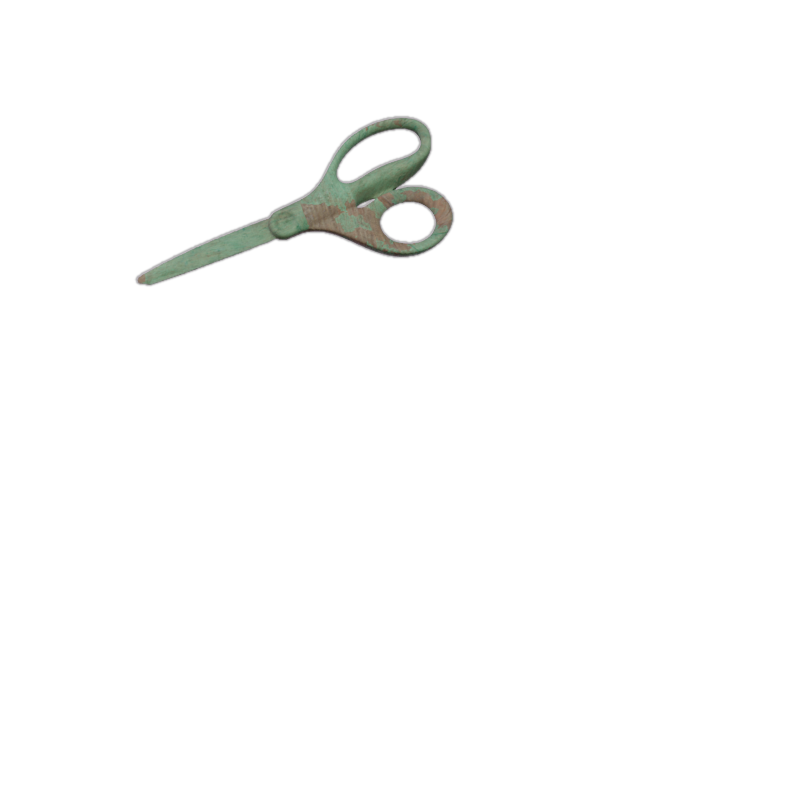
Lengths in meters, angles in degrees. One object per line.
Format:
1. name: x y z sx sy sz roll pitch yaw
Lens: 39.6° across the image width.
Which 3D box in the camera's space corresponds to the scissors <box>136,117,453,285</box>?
1. scissors: -0.054 -0.098 0.684 0.202 0.099 0.015 -38 -10 -8
